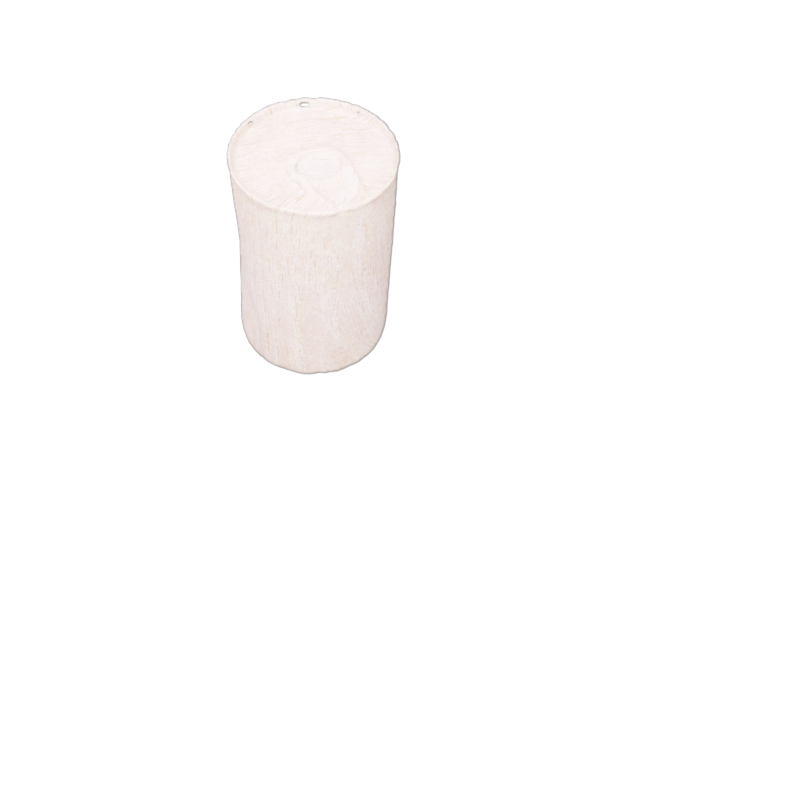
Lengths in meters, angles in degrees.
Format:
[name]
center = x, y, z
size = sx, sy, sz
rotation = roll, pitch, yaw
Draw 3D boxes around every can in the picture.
[can]
center = -0.037, -0.067, 0.469
size = 0.068, 0.074, 0.095
rotation = 0, -40, -3
